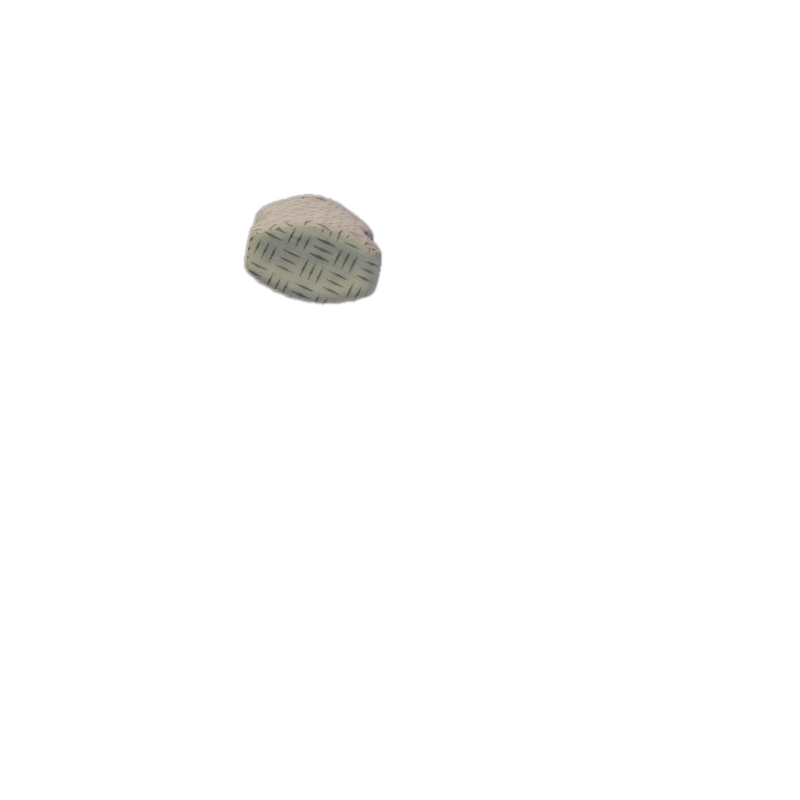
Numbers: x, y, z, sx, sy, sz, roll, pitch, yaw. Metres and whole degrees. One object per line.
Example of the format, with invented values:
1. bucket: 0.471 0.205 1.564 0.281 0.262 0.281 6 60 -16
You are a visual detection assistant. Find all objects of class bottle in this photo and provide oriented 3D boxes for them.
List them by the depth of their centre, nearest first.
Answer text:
1. bottle: -0.068 -0.125 0.869 0.095 0.057 0.198 8 16 -6
